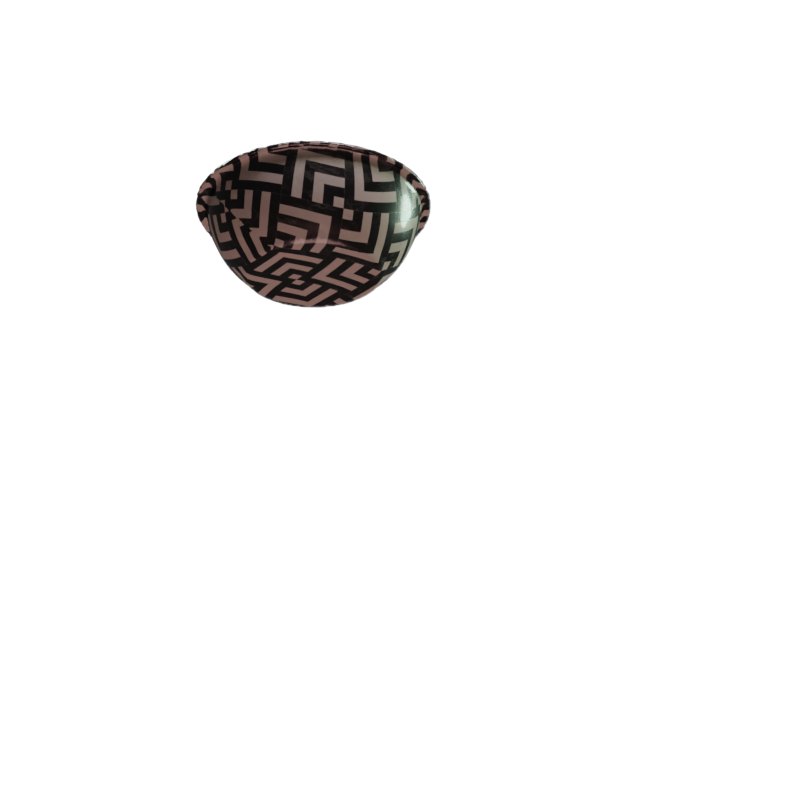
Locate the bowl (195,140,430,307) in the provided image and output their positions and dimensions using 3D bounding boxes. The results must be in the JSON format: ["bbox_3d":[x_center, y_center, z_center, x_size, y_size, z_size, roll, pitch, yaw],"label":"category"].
[{"bbox_3d":[-0.059,-0.107,0.749,0.162,0.058,0.153,1,-25,-2],"label":"bowl"}]
